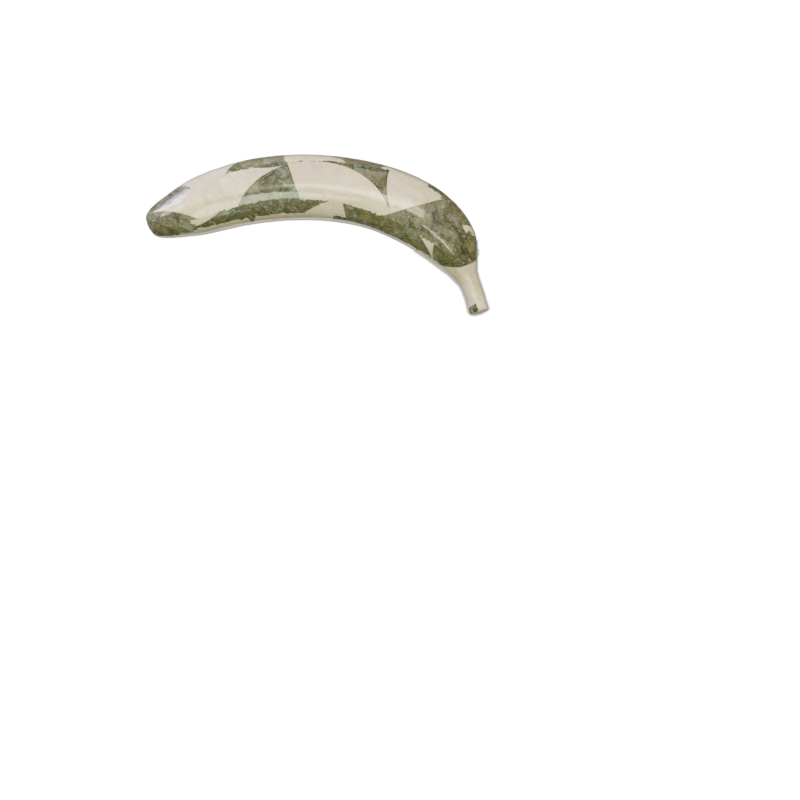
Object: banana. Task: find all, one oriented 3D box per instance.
[{"bbox_3d":[-0.040,-0.104,0.620,0.199,0.072,0.035,14,-18,5],"label":"banana"}]
